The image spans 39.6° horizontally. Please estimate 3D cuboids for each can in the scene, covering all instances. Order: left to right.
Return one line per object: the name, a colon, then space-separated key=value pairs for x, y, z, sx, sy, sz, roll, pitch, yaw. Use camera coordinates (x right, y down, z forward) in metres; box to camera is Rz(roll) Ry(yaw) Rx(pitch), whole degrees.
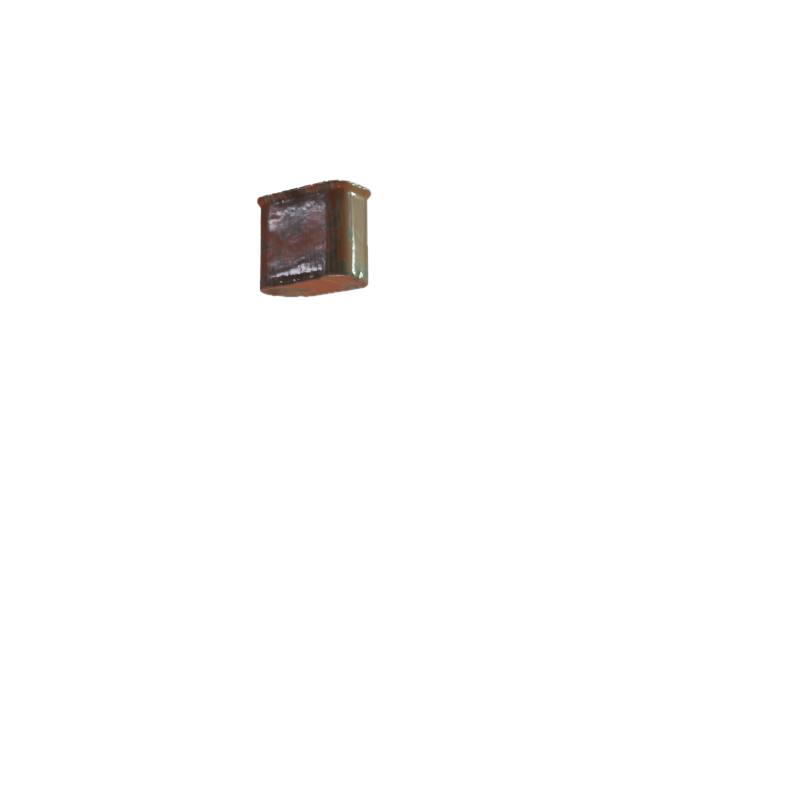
can: x=-0.075 y=-0.137 z=0.959 sx=0.104 sy=0.087 sz=0.054 roll=-8 pitch=-15 yaw=34
